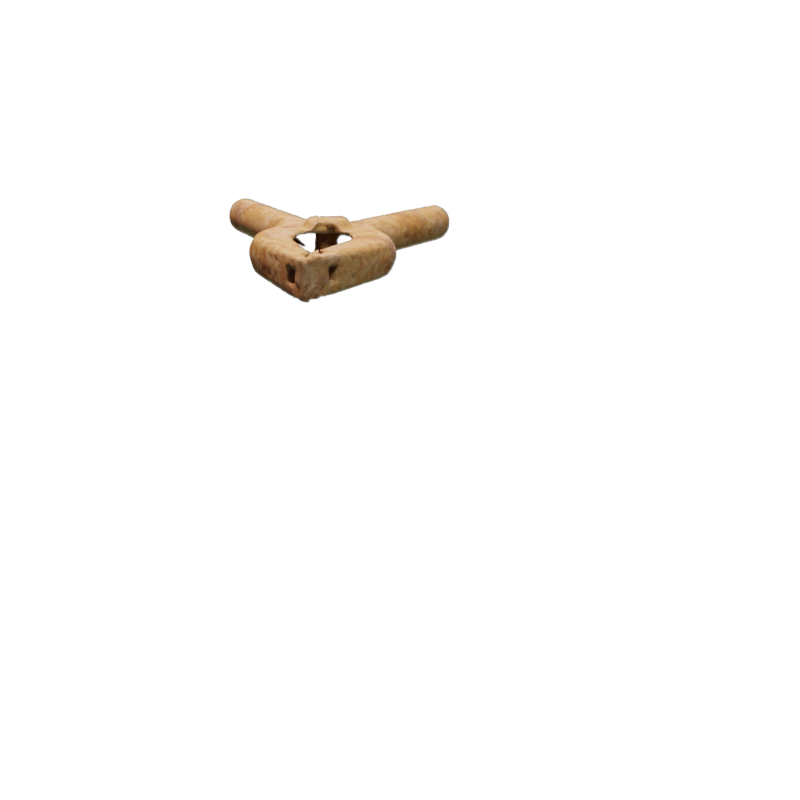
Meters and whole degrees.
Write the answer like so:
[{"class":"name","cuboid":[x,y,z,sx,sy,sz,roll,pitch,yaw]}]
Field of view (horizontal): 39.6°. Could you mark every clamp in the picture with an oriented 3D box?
[{"class":"clamp","cuboid":[-0.059,-0.108,0.754,0.167,0.035,0.214,4,20,10]}]
